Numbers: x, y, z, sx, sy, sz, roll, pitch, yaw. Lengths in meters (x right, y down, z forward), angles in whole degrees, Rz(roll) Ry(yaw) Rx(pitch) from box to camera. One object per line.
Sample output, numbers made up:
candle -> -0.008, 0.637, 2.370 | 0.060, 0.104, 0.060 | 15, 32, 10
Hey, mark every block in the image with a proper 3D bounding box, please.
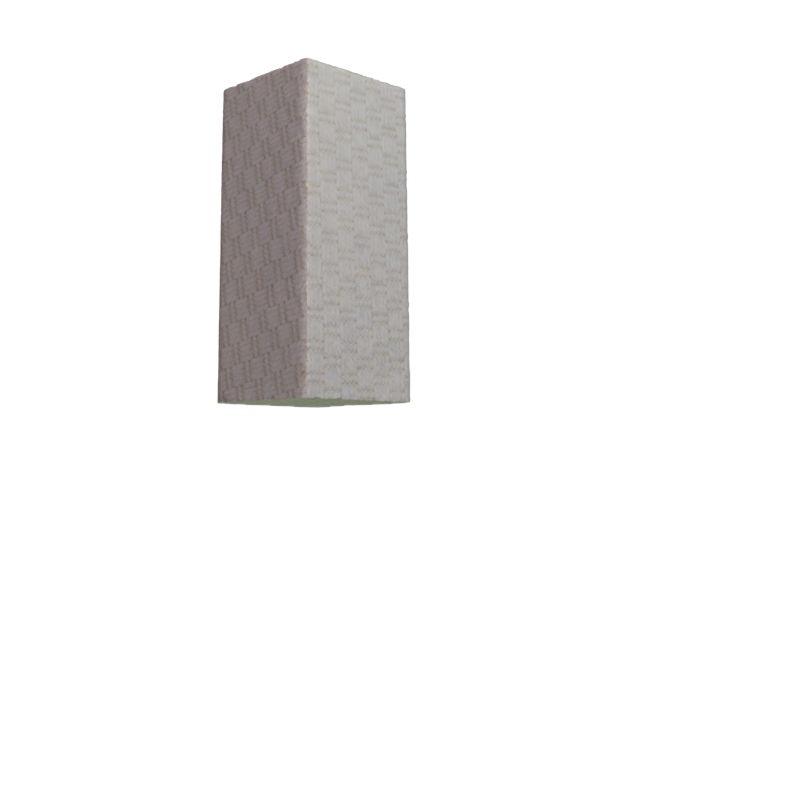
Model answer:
block -> -0.056, -0.102, 0.715 | 0.086, 0.212, 0.092 | 9, -13, -43
